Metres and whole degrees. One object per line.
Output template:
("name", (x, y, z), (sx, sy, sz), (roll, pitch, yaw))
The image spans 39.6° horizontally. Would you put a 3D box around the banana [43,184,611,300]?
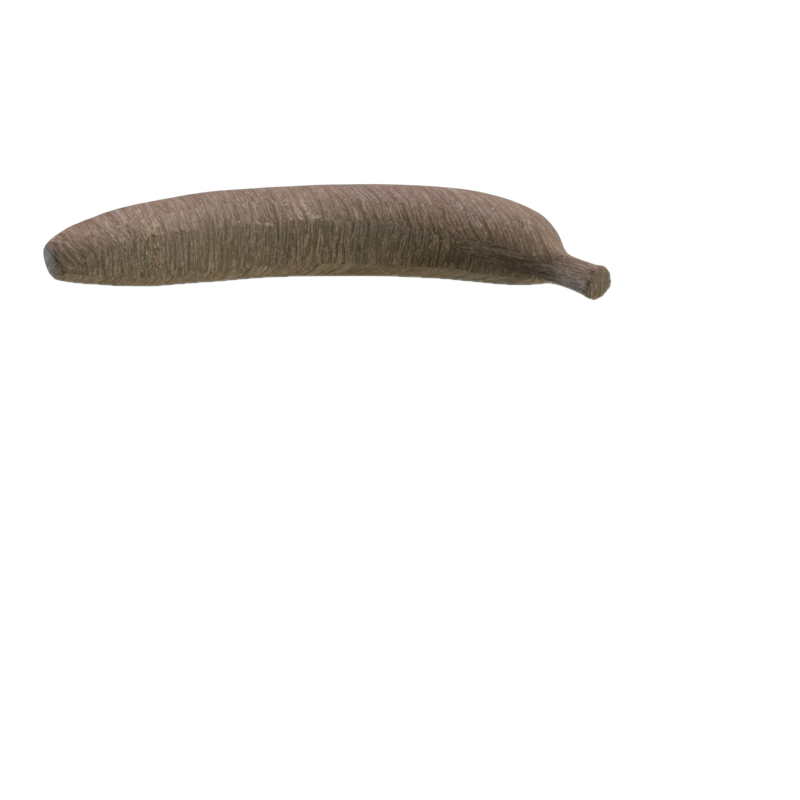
("banana", (-0.028, -0.061, 0.412), (0.198, 0.036, 0.071), (0, 13, 2))
